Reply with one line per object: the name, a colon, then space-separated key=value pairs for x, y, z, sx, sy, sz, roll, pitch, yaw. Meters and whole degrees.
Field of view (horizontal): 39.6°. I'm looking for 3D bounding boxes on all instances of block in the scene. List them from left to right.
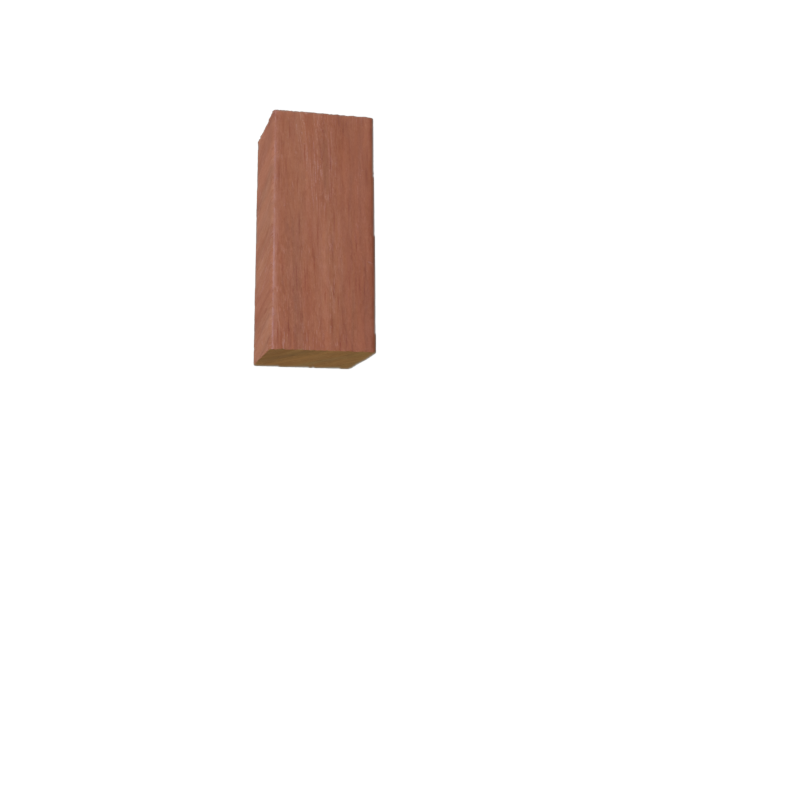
block: x=-0.075 y=-0.137 z=0.961 sx=0.089 sy=0.214 sz=0.089 roll=3 pitch=-14 yaw=-14
